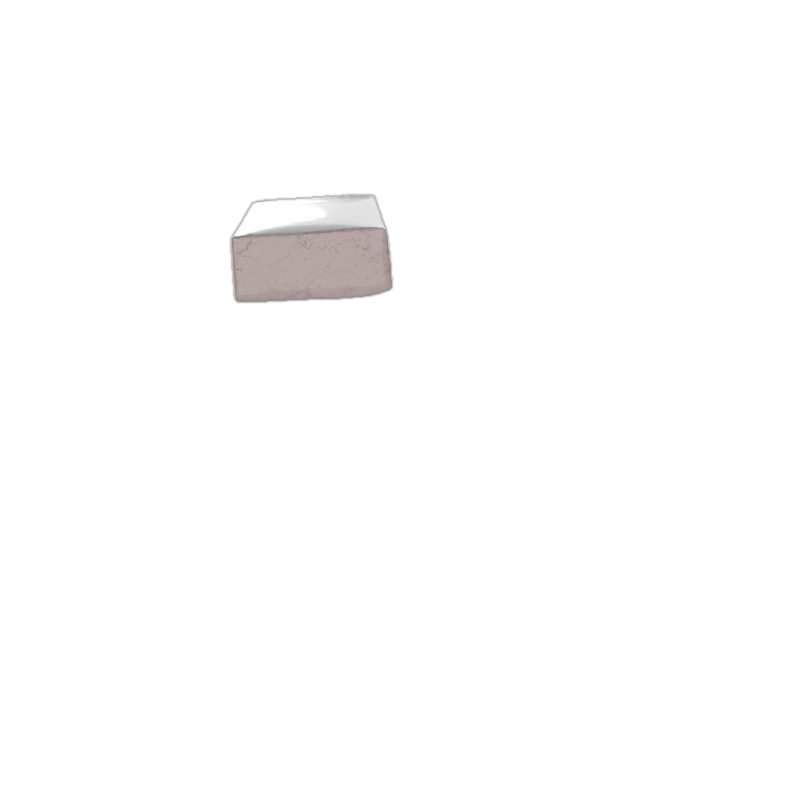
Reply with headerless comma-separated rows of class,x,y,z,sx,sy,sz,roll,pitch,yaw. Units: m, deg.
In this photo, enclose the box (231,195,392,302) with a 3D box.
box,-0.057,-0.104,0.726,0.093,0.046,0.183,-4,18,-2
